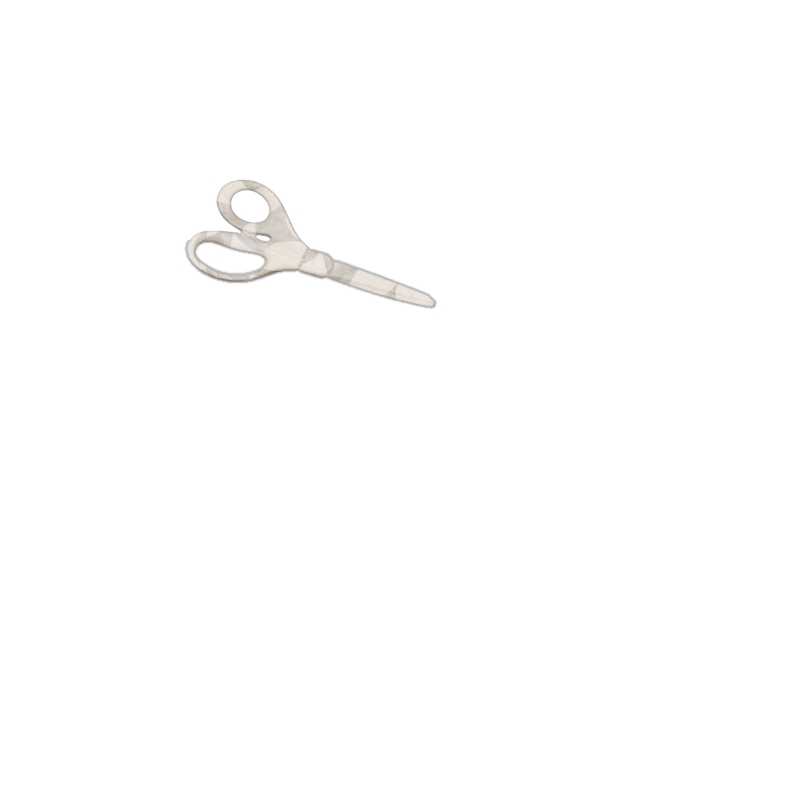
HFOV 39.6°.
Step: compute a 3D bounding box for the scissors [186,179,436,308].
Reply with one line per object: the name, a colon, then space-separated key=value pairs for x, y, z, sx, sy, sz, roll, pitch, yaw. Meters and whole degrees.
scissors: x=-0.070 y=-0.128 z=0.897 sx=0.202 sy=0.100 sz=0.015 roll=4 pitch=-18 yaw=1
